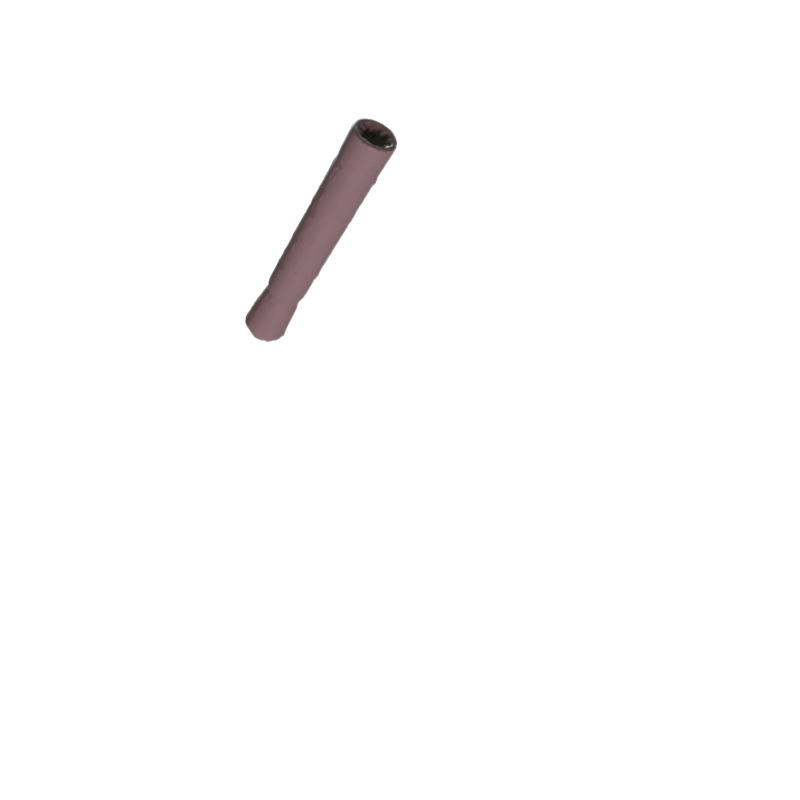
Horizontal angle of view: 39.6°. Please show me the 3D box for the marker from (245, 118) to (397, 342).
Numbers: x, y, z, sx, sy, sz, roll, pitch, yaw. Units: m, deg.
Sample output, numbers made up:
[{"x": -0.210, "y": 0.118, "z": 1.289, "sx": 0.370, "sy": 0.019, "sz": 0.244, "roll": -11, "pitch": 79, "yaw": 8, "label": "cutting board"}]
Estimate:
[{"x": -0.036, "y": -0.065, "z": 0.455, "sx": 0.019, "sy": 0.021, "sz": 0.116, "roll": -1, "pitch": -37, "yaw": -35, "label": "marker"}]
